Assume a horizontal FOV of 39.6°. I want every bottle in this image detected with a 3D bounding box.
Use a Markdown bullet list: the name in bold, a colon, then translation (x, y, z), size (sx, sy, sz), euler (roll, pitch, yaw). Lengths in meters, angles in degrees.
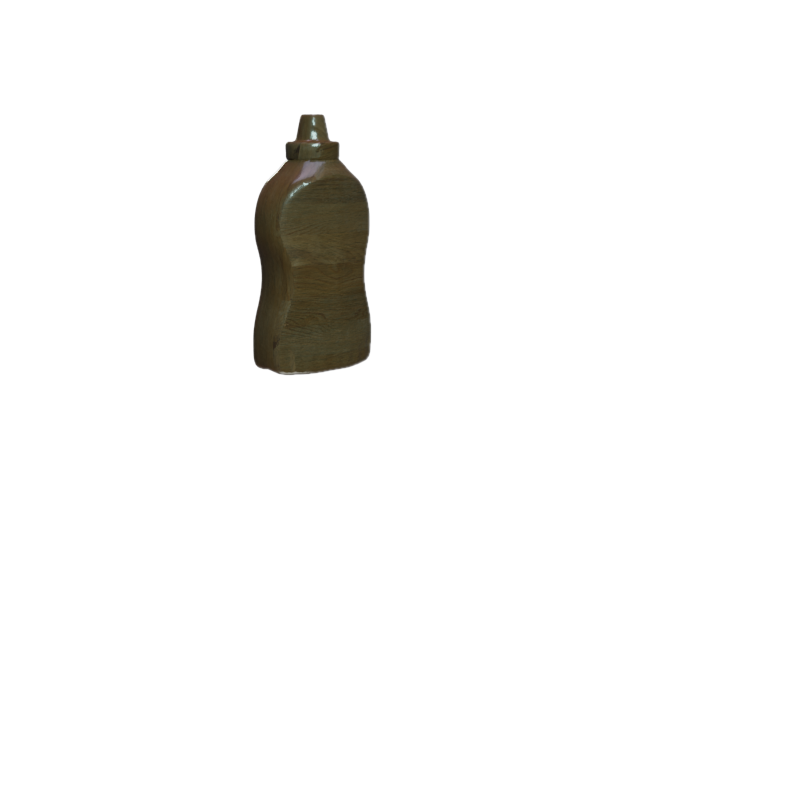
- **bottle**: translation (-0.066, -0.120, 0.841), size (0.093, 0.189, 0.061), euler (-6, 9, -39)
